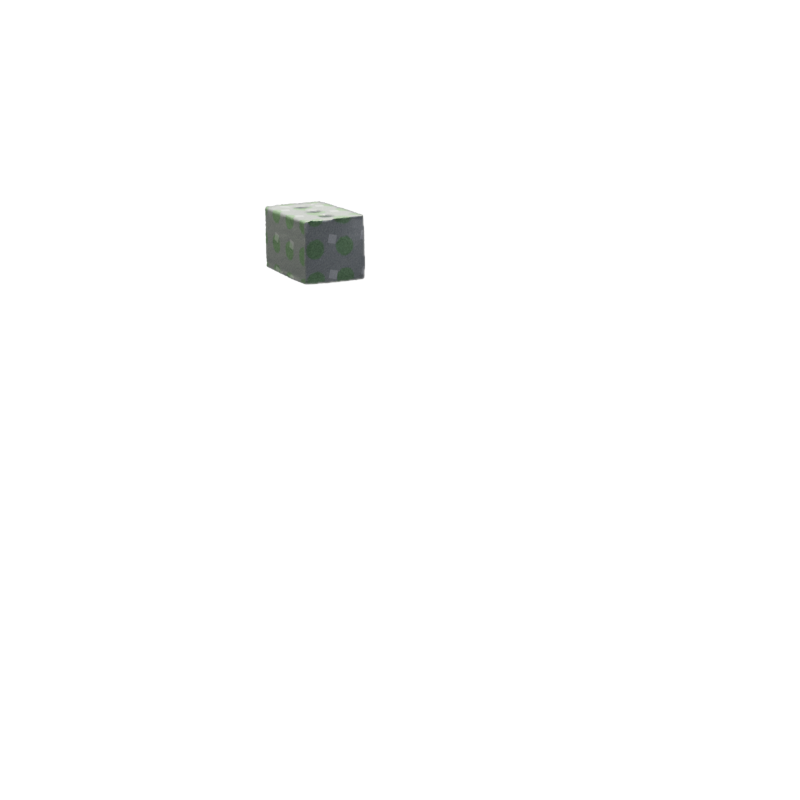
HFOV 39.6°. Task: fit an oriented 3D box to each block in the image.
[{"bbox_3d":[-0.069,-0.126,0.883,0.051,0.050,0.083,-8,19,-29],"label":"block"}]
